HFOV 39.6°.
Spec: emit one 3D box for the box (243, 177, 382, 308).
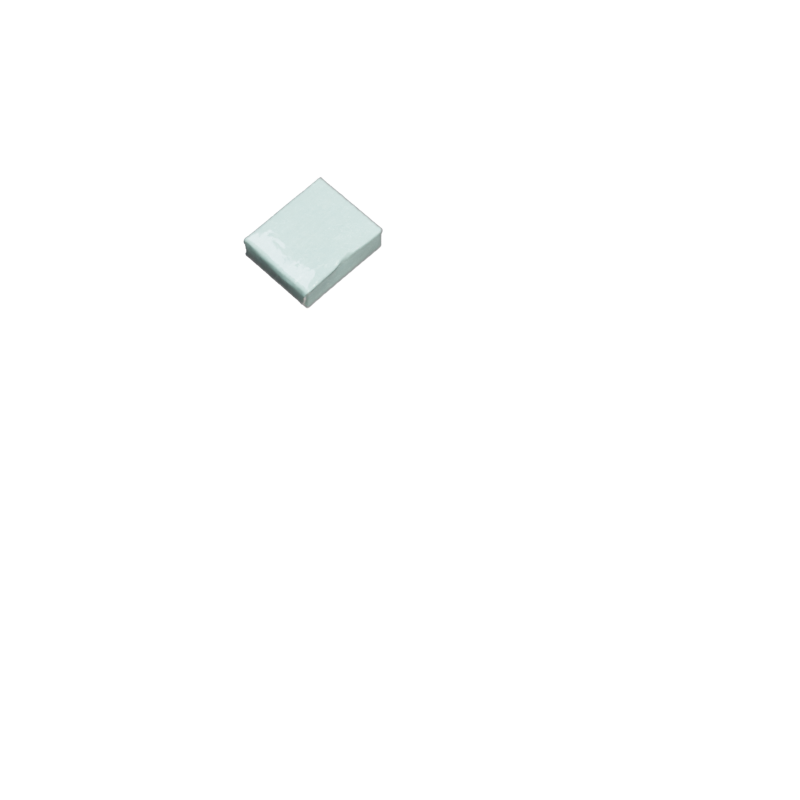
[{"bbox_3d":[-0.070,-0.128,0.897,0.077,0.090,0.028,41,-23,20],"label":"box"}]
